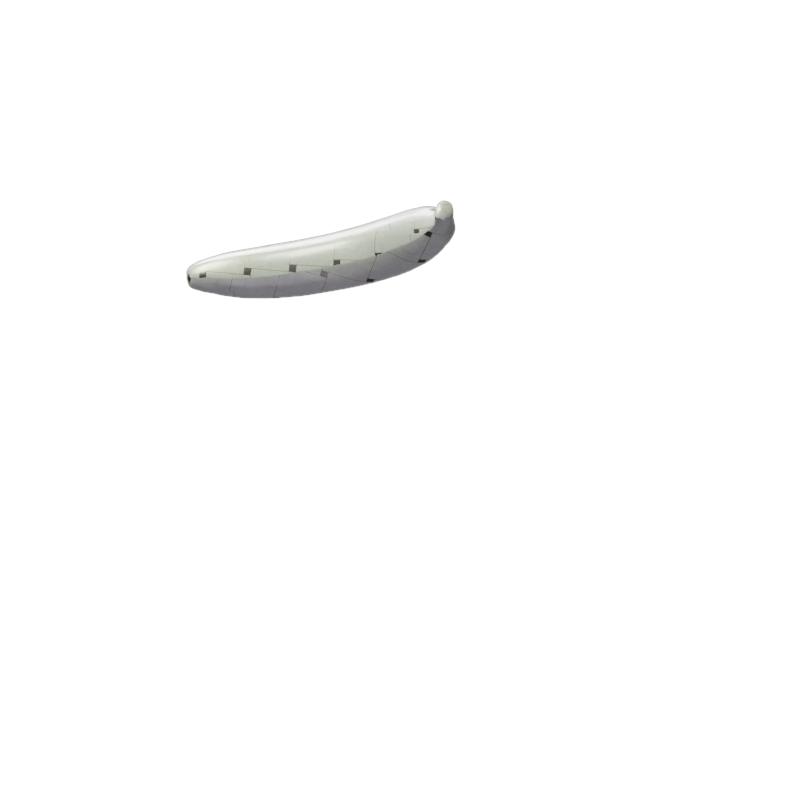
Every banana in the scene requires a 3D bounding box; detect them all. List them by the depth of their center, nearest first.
[{"bbox_3d":[-0.043,-0.096,0.714,0.201,0.039,0.065,-12,-24,28],"label":"banana"}]
